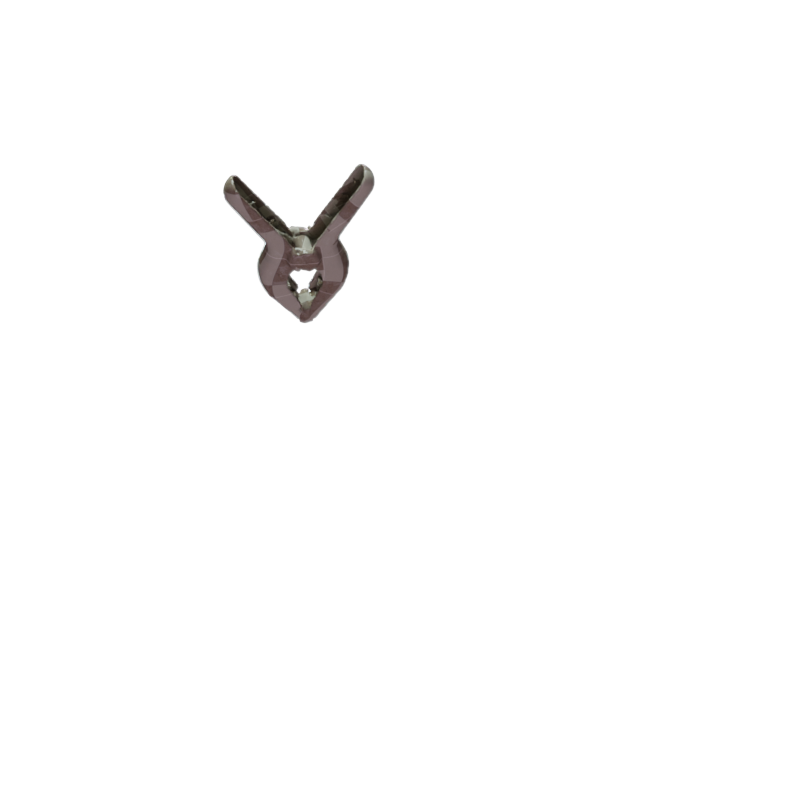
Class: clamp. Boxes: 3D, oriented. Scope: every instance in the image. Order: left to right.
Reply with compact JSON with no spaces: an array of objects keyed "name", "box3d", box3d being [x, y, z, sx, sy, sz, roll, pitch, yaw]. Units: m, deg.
[{"name":"clamp","box3d":[-0.073,-0.134,0.935,0.121,0.042,0.159,-5,-38,6]}]
